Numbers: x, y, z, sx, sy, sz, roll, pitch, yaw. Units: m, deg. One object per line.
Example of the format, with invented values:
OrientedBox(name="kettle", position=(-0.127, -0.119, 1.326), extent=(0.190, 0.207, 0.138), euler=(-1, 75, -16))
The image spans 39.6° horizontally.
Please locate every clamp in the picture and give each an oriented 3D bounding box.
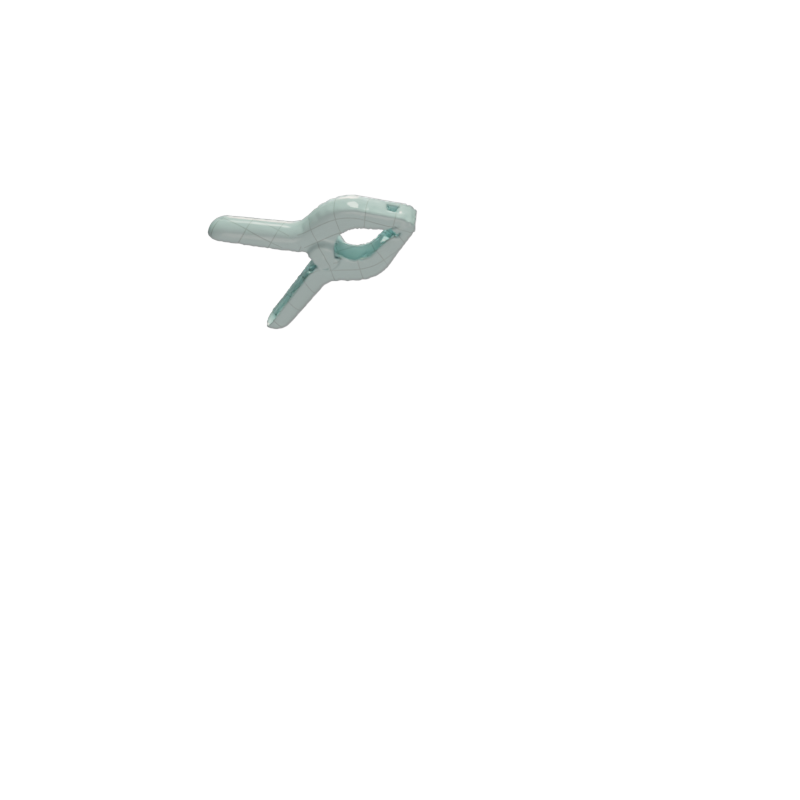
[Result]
OrientedBox(name="clamp", position=(-0.072, -0.132, 0.926), extent=(0.172, 0.042, 0.112), euler=(-26, -53, 22))
